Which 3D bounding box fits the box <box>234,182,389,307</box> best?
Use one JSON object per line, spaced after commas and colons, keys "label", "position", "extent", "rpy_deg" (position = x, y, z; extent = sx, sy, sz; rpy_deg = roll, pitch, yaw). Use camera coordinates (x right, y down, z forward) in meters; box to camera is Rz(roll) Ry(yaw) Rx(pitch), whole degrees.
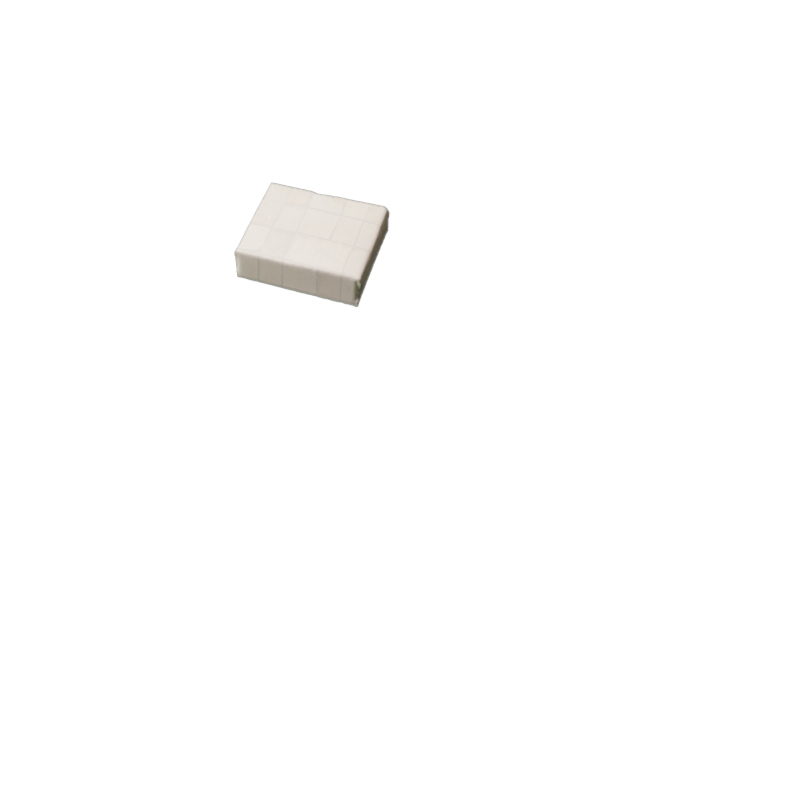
{"label": "box", "position": [-0.059, -0.108, 0.760], "extent": [0.091, 0.077, 0.028], "rpy_deg": [13, -40, 11]}
